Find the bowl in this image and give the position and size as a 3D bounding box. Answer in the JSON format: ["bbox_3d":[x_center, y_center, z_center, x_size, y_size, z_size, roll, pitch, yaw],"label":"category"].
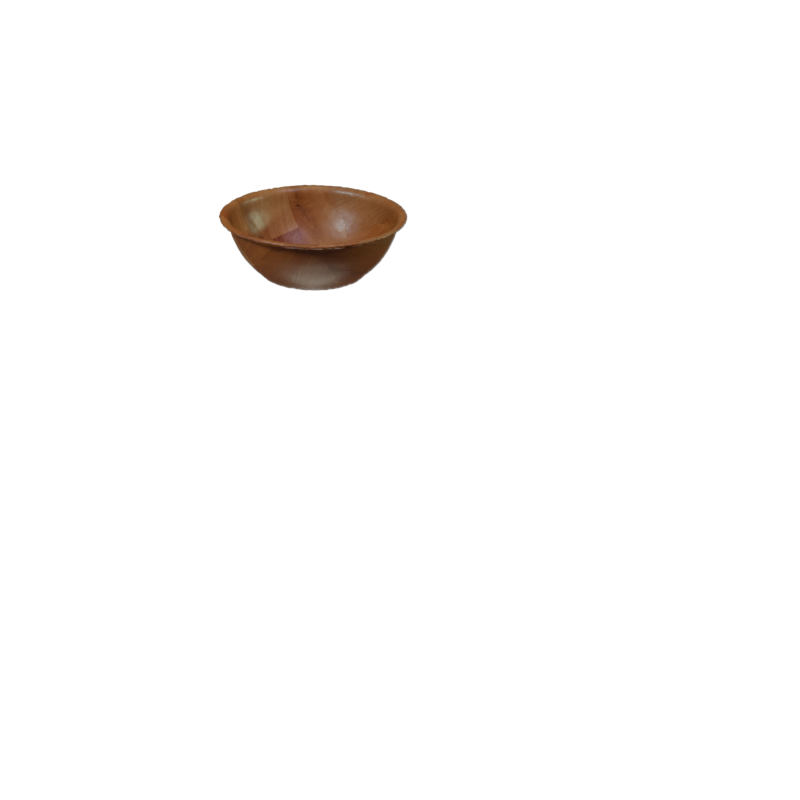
[{"bbox_3d":[-0.075,-0.137,0.963,0.162,0.052,0.171,-1,27,-2],"label":"bowl"}]
